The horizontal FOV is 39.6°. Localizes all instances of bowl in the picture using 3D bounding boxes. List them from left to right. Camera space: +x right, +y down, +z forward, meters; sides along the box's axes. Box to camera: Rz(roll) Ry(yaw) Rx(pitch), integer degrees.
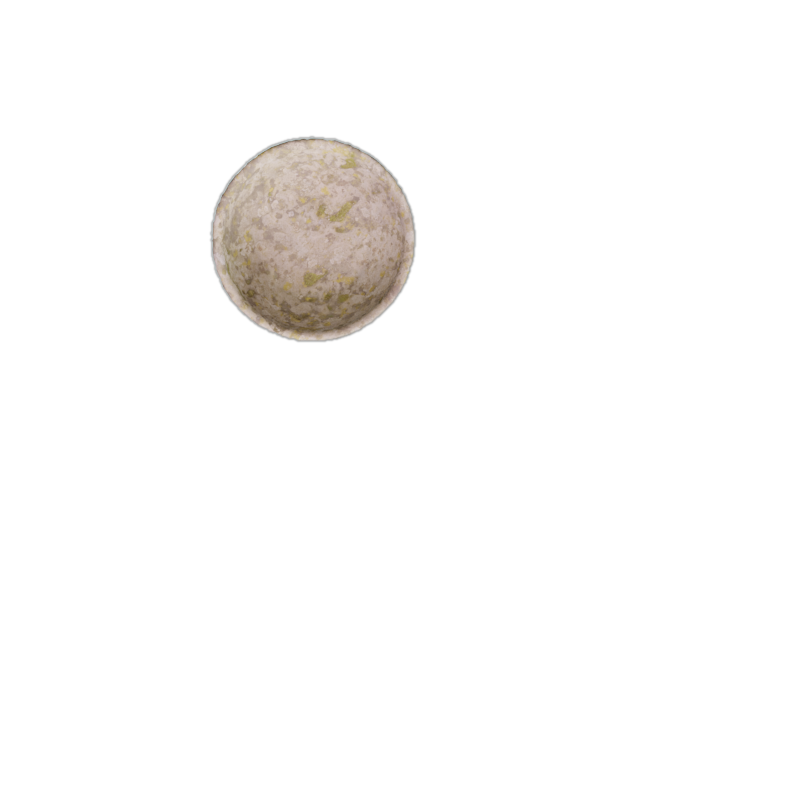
[{"bbox_3d":[-0.070,-0.129,0.900,0.162,0.164,0.054,0,-4,0],"label":"bowl"}]
